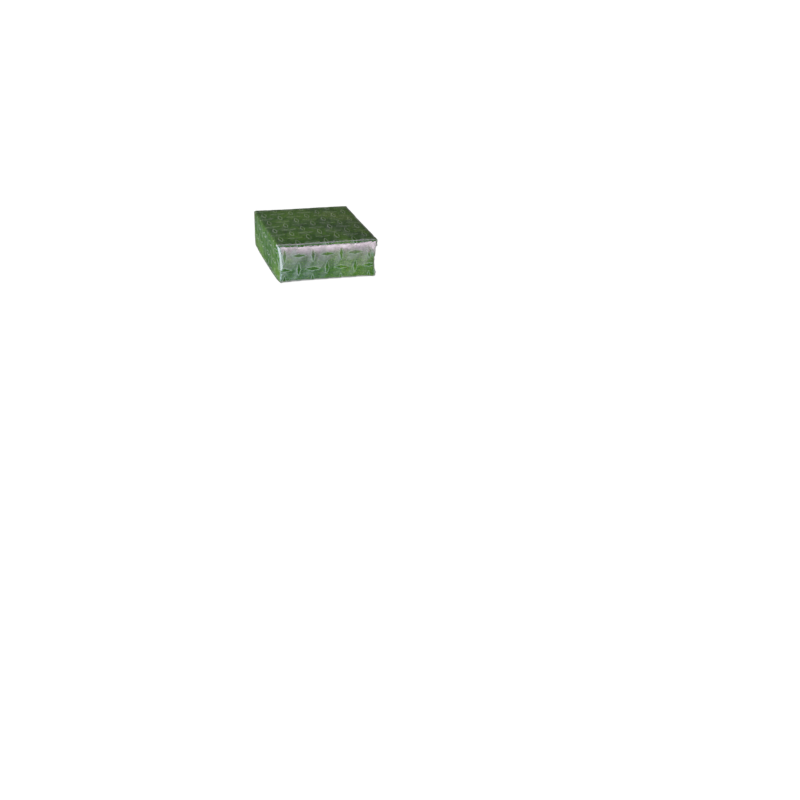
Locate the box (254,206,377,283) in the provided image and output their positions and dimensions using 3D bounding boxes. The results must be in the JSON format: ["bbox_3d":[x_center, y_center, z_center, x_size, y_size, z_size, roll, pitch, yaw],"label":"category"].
[{"bbox_3d":[-0.078,-0.142,0.995,0.088,0.037,0.121,-7,27,-14],"label":"box"}]
